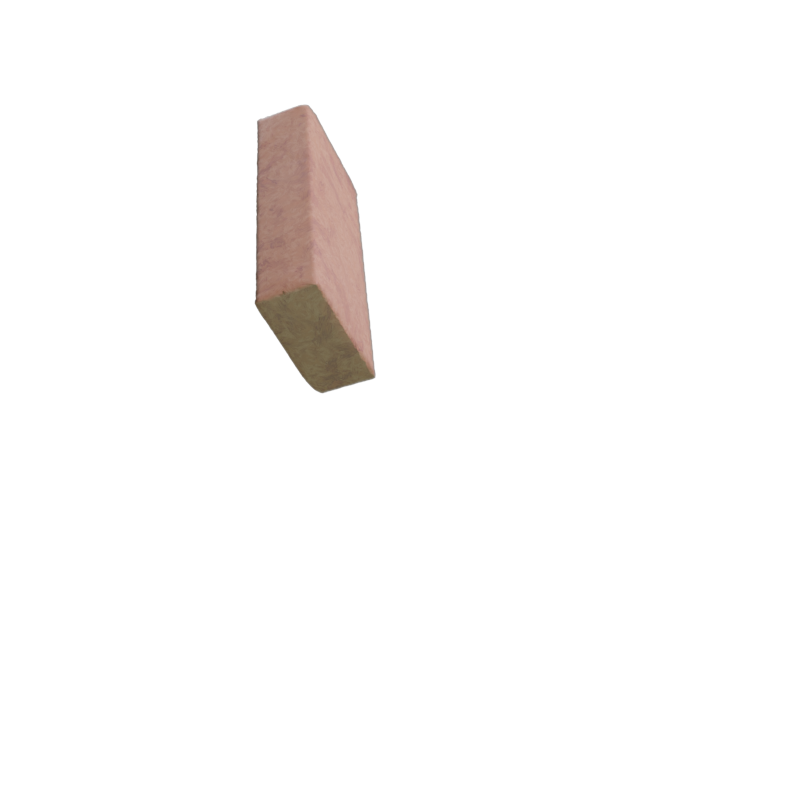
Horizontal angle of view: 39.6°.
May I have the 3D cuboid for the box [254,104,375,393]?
[{"bbox_3d":[-0.055,-0.101,0.707,0.048,0.189,0.086,-17,-44,14],"label":"box"}]
